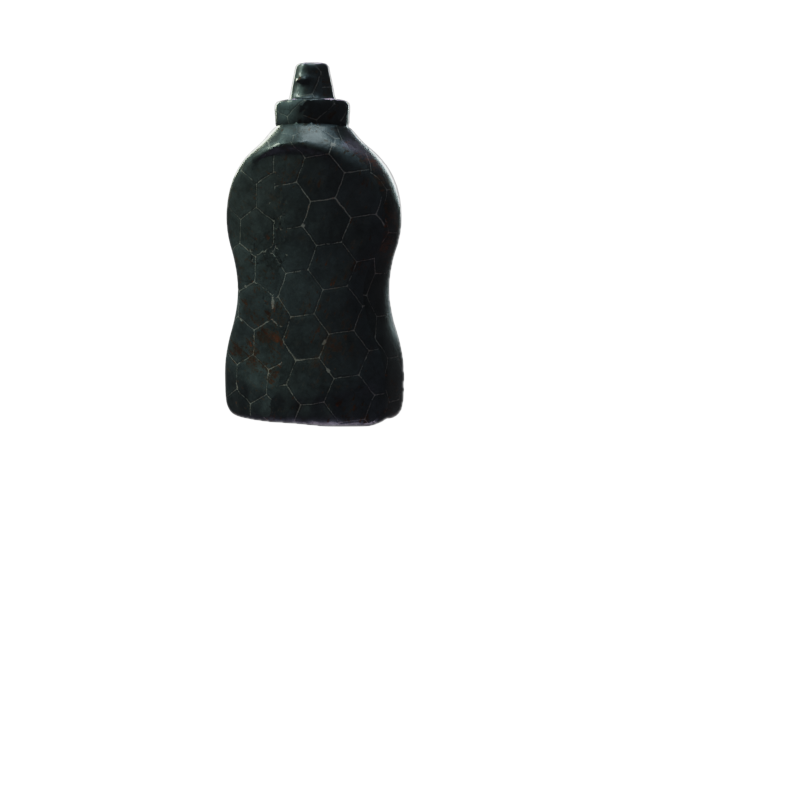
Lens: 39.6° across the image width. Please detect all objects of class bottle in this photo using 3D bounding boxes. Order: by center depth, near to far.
[{"bbox_3d":[-0.047,-0.086,0.600,0.099,0.191,0.057,1,1,25],"label":"bottle"}]
